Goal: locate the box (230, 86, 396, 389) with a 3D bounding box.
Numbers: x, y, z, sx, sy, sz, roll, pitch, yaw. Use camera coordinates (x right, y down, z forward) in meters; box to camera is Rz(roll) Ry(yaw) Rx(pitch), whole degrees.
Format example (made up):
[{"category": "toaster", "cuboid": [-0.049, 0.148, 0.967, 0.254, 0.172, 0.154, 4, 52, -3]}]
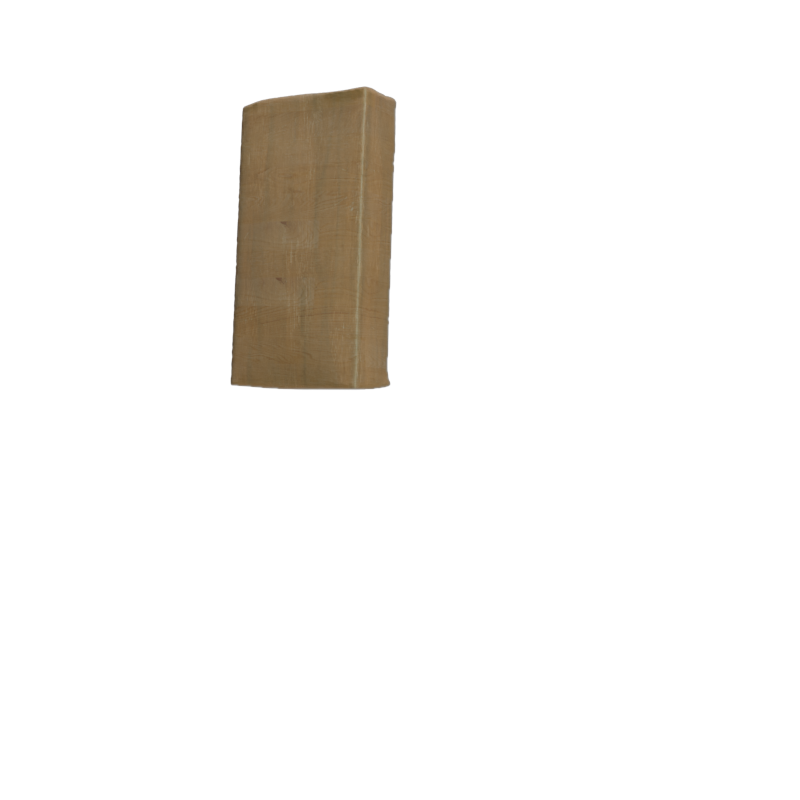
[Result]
[{"category": "box", "cuboid": [-0.053, -0.096, 0.669, 0.096, 0.178, 0.046, -3, -5, 31]}]
